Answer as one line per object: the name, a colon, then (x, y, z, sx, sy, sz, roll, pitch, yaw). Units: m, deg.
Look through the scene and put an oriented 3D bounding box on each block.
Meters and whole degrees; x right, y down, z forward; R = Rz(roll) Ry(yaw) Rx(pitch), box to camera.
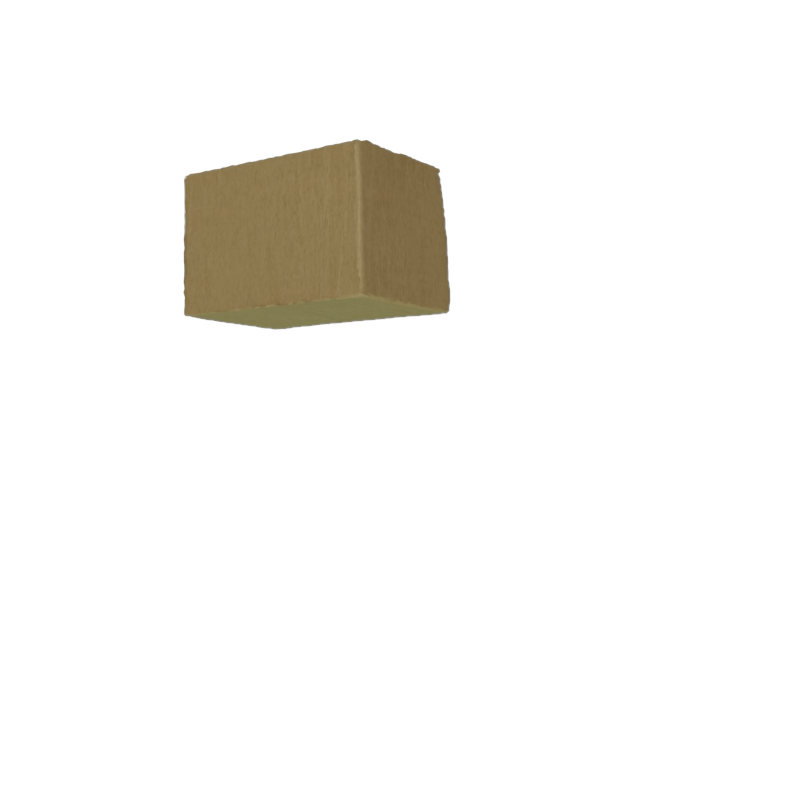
block: (-0.030, -0.054, 0.380, 0.080, 0.052, 0.050, -4, -8, 34)
